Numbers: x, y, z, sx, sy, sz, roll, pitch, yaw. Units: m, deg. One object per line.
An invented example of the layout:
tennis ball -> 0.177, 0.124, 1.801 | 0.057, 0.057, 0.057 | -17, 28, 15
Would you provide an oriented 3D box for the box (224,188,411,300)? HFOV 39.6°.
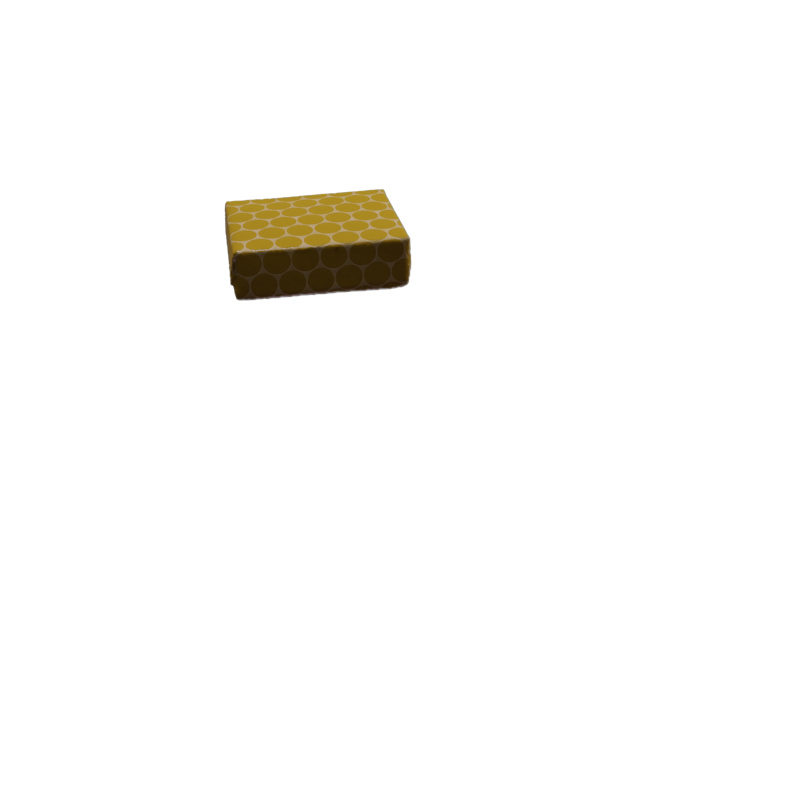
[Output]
box -> -0.056, -0.103, 0.722 | 0.112, 0.037, 0.096 | -4, 30, -8
